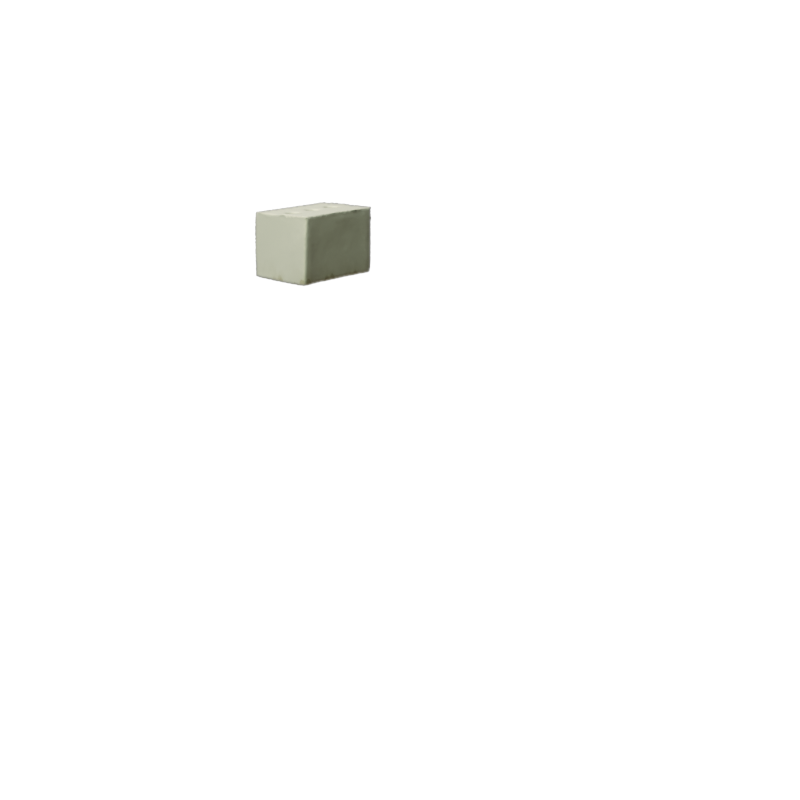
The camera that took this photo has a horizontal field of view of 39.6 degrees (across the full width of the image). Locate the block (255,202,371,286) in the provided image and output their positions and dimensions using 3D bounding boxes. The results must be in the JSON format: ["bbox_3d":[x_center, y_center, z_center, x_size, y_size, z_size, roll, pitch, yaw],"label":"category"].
[{"bbox_3d":[-0.066,-0.120,0.843,0.055,0.050,0.076,11,18,37],"label":"block"}]
